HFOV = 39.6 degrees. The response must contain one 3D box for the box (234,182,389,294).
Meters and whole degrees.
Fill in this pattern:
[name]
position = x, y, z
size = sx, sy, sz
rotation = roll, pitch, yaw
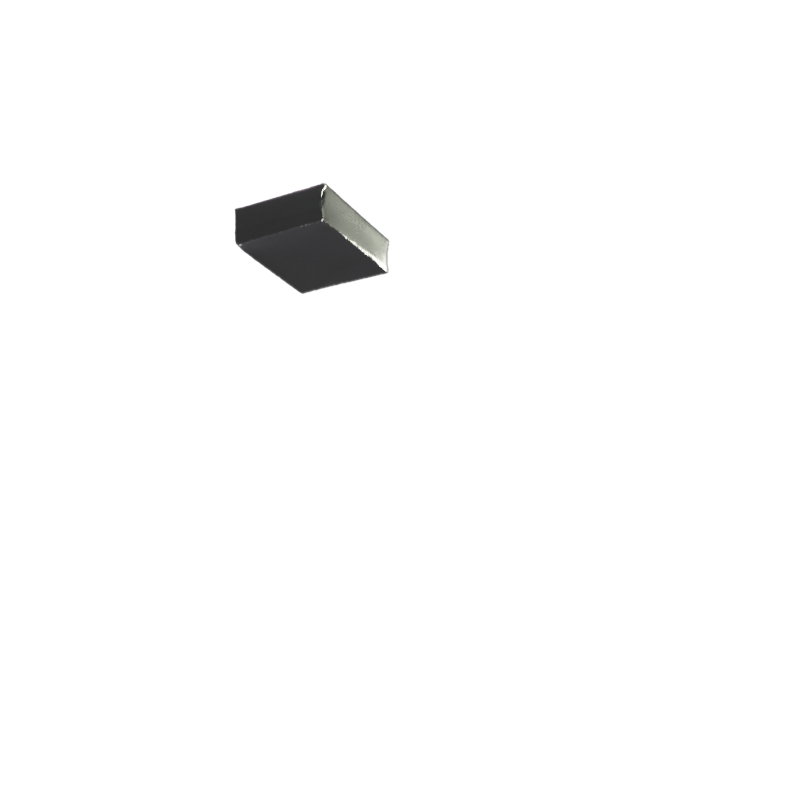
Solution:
[box]
position = -0.074, -0.134, 0.940
size = 0.091, 0.041, 0.106
rotation = -12, -24, 27
